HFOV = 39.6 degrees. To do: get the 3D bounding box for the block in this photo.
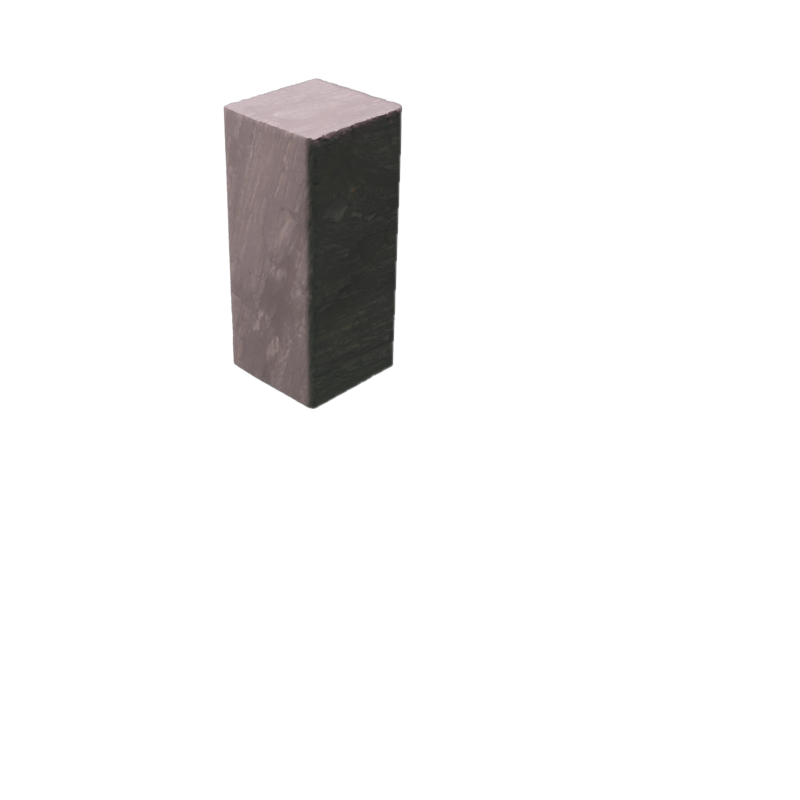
[{"bbox_3d":[-0.062,-0.113,0.793,0.096,0.195,0.090,26,37,37],"label":"block"}]
